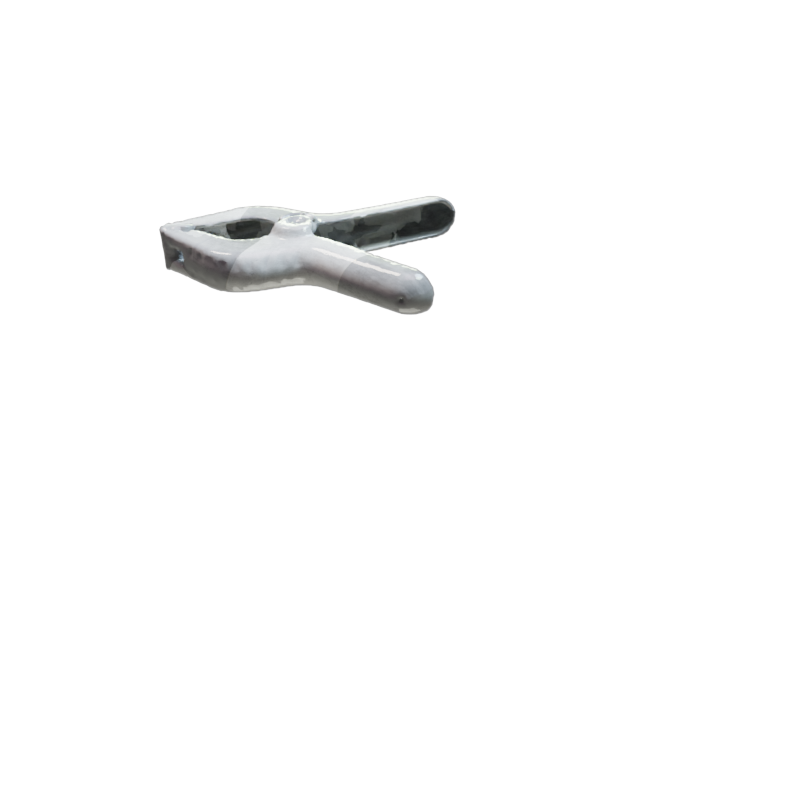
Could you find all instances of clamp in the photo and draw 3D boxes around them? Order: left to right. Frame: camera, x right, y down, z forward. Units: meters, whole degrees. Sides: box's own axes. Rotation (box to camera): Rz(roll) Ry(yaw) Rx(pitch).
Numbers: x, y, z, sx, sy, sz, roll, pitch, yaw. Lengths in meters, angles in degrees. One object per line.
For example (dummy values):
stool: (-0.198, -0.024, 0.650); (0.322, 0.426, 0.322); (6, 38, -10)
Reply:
clamp: (-0.050, -0.091, 0.639); (0.177, 0.037, 0.123); (9, 27, 18)
